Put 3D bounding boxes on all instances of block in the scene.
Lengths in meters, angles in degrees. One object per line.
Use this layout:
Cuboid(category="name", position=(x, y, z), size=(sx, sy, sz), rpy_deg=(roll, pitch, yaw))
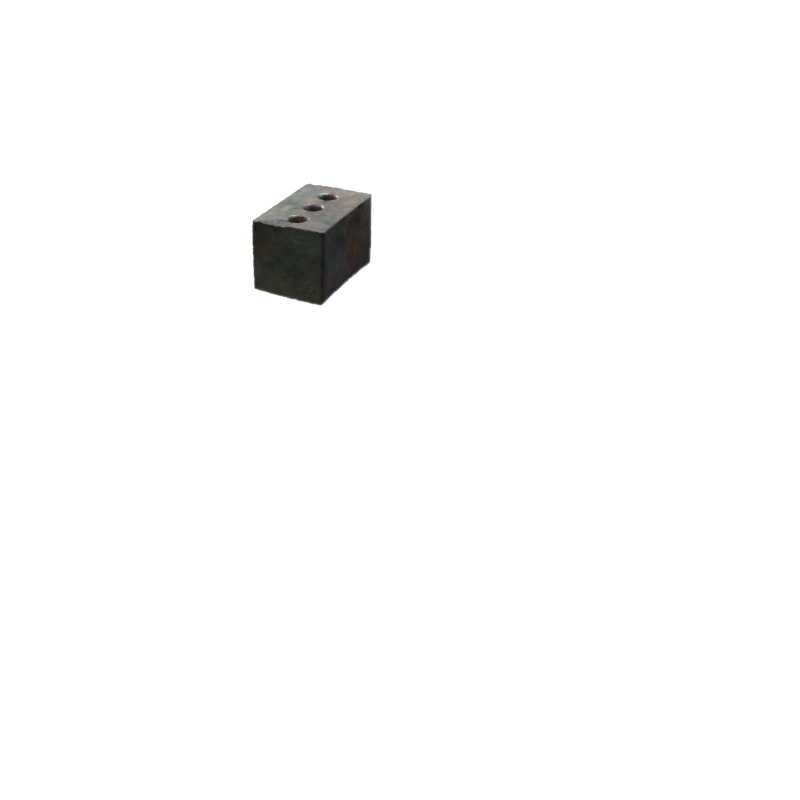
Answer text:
Cuboid(category="block", position=(-0.058, -0.106, 0.741), size=(0.055, 0.048, 0.080), rpy_deg=(12, 31, 20))
